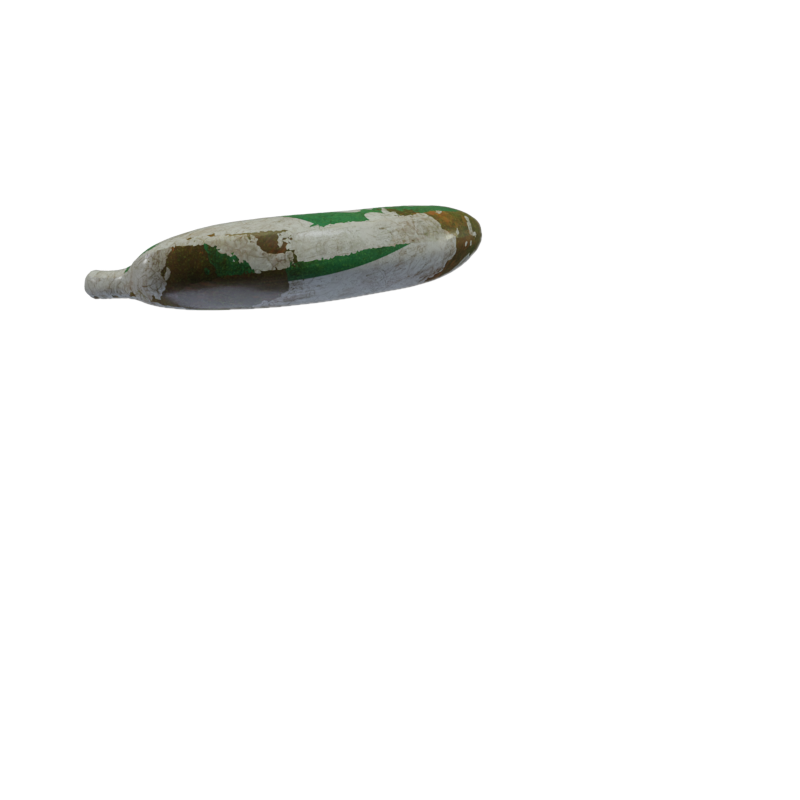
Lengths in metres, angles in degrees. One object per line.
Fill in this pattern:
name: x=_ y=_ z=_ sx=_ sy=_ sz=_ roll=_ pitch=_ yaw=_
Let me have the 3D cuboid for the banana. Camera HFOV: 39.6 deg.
banana: x=-0.033 y=-0.066 z=0.483 sx=0.193 sy=0.036 sz=0.074 roll=-10 pitch=20 yaw=-27
